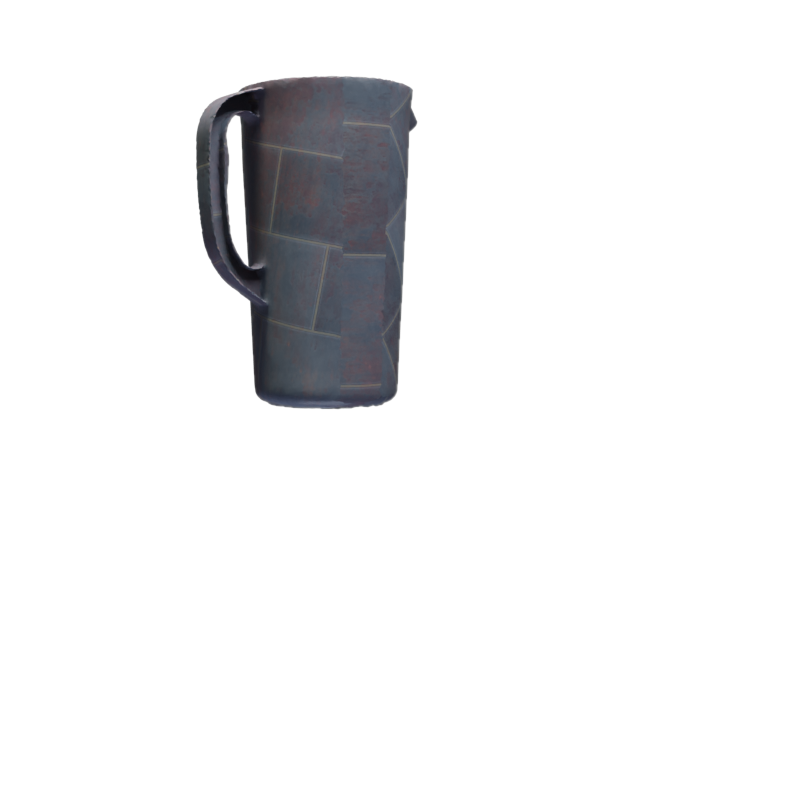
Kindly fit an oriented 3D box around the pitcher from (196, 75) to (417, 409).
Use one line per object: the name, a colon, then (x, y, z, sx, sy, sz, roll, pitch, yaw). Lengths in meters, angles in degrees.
pitcher: (-0.065, -0.119, 0.834, 0.151, 0.244, 0.143, 0, -1, 8)
